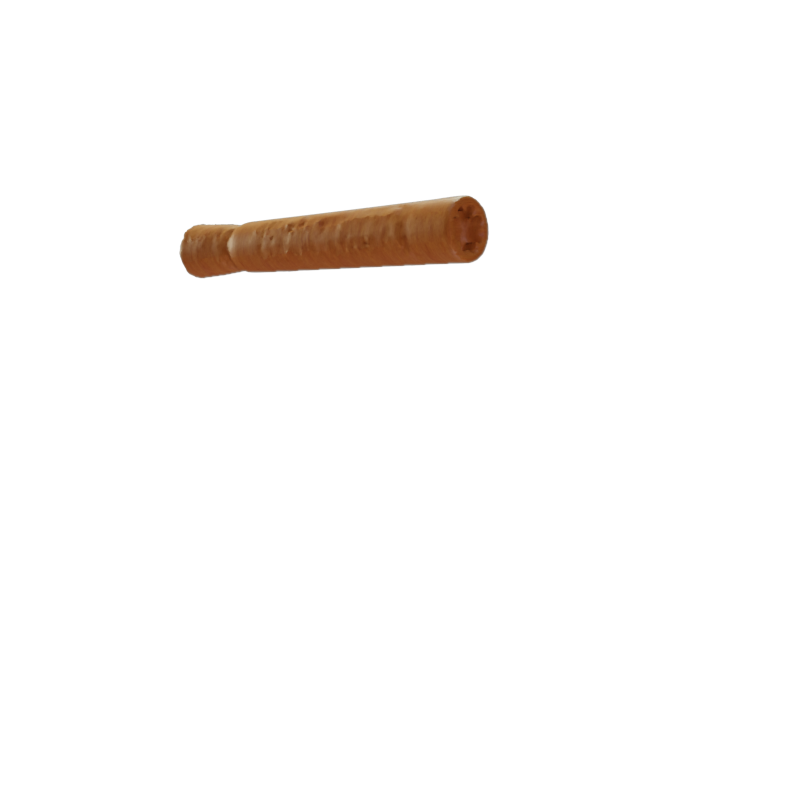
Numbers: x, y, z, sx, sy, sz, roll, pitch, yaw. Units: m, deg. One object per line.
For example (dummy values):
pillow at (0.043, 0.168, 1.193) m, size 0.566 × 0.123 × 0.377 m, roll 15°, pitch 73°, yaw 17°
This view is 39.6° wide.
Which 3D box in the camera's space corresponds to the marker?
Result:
marker at (-0.027, -0.049, 0.346) m, size 0.125 × 0.020 × 0.019 m, roll 3°, pitch 5°, yaw 43°
